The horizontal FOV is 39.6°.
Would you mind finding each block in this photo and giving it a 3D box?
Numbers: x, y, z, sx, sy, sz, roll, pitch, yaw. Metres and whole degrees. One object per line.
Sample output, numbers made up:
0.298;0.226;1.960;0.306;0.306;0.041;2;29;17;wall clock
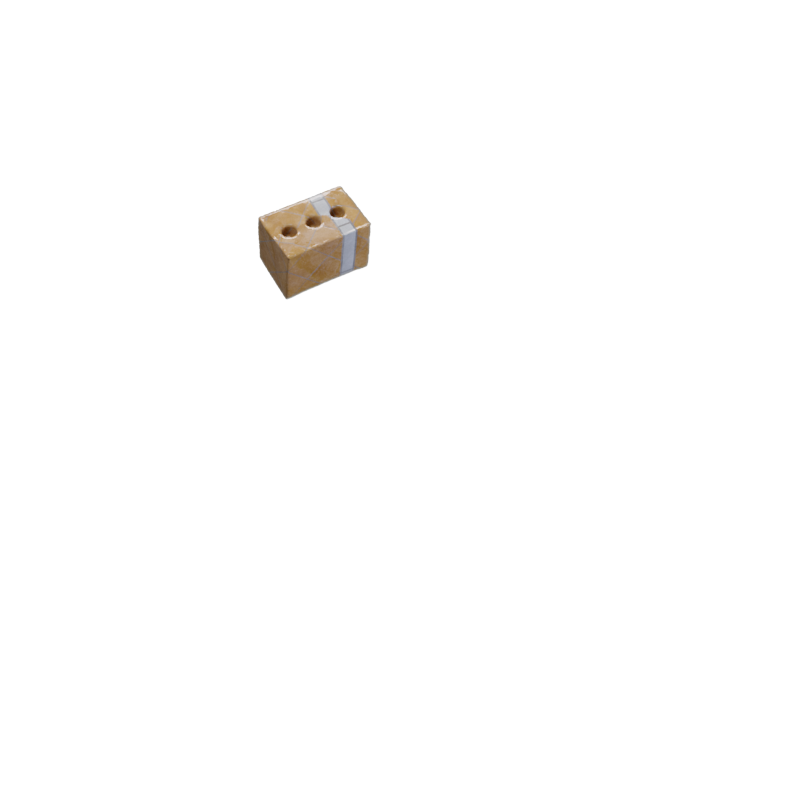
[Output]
-0.071;-0.129;0.902;0.078;0.057;0.048;-25;-33;-19;block
